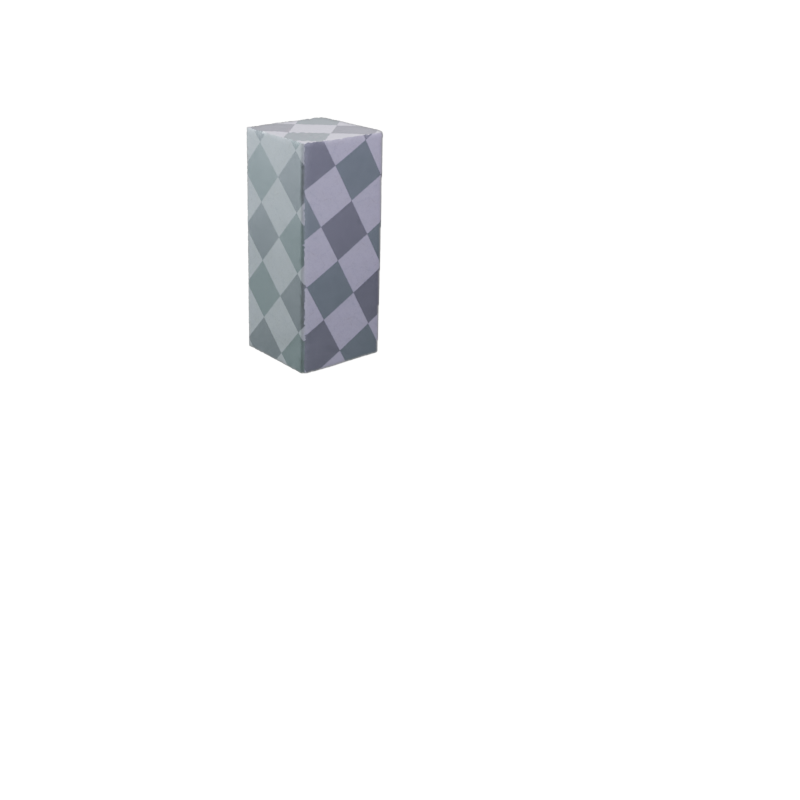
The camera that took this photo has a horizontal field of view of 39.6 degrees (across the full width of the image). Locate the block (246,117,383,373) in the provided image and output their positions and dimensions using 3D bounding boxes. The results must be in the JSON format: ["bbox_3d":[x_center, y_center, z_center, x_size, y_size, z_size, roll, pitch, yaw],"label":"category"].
[{"bbox_3d":[-0.077,-0.142,0.998,0.088,0.198,0.096,-13,23,-38],"label":"block"}]
